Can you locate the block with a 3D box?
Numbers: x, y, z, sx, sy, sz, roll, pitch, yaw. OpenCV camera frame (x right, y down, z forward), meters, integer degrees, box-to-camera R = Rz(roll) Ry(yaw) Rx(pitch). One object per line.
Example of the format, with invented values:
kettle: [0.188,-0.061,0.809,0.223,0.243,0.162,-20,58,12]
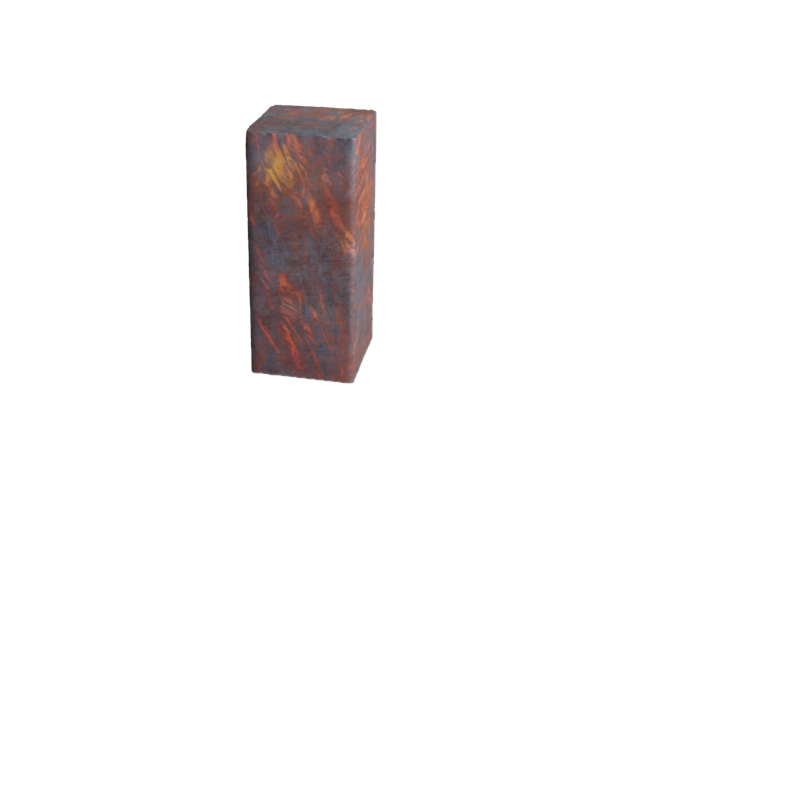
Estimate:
block: [-0.072,-0.130,0.910,0.092,0.196,0.094,5,24,9]
